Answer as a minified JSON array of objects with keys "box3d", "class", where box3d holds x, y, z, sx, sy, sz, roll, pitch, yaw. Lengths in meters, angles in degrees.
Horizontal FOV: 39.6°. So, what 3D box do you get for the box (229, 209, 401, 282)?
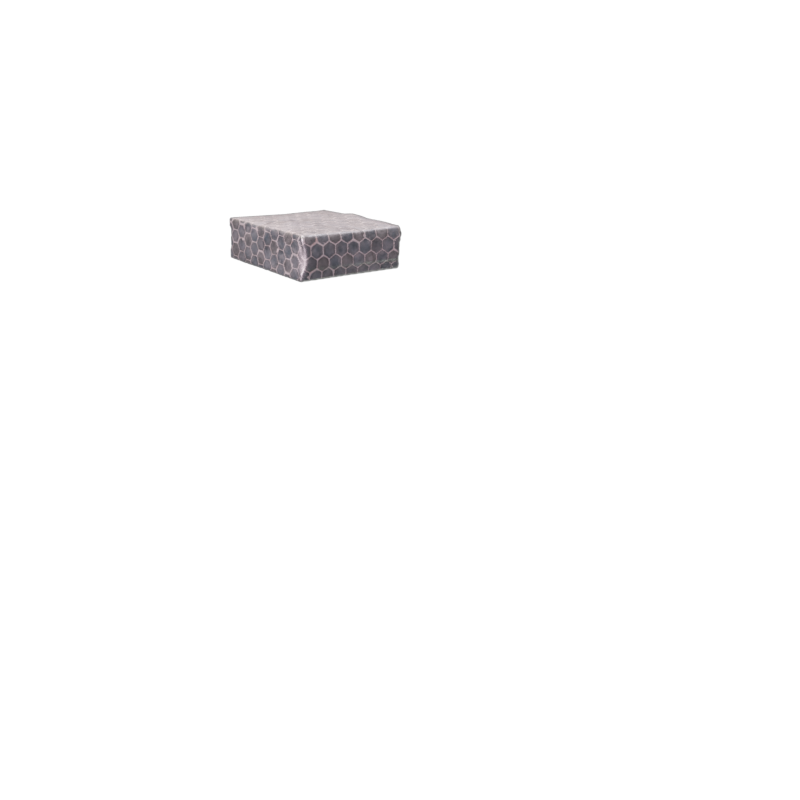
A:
[{"box3d":[-0.054,-0.099,0.693,0.071,0.029,0.094,-11,20,-33],"class":"box"}]
